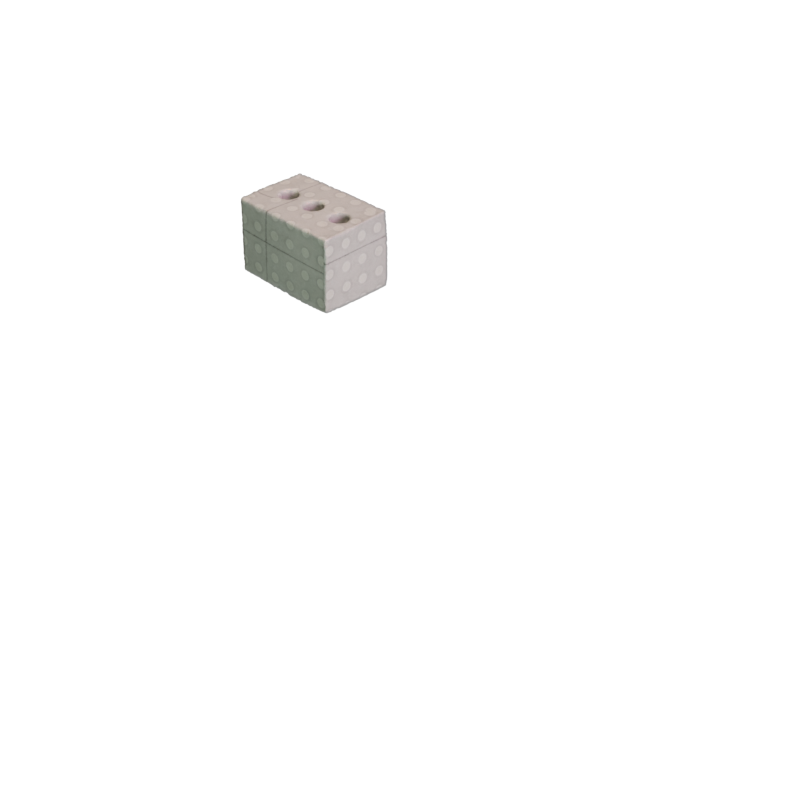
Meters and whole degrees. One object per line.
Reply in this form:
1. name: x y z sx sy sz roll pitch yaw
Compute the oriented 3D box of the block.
1. block: -0.053 -0.097 0.677 0.083 0.048 0.053 29 41 36
